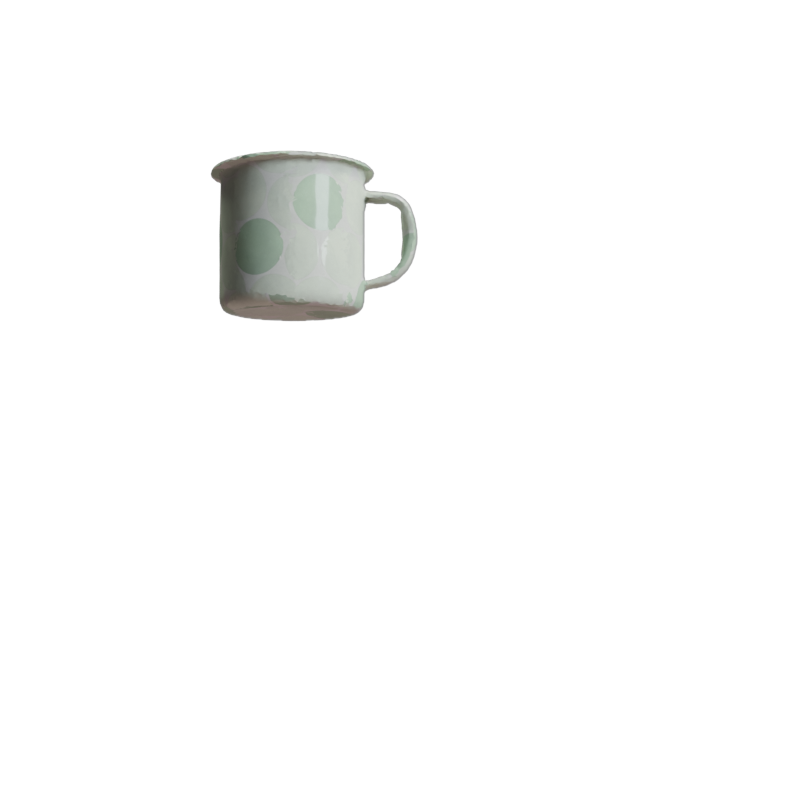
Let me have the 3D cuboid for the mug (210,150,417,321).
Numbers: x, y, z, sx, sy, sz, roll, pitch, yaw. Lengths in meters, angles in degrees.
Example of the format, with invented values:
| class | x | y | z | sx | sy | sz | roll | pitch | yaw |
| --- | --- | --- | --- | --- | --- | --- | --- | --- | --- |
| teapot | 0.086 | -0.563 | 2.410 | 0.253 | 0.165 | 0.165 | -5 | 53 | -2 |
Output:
| class | x | y | z | sx | sy | sz | roll | pitch | yaw |
| --- | --- | --- | --- | --- | --- | --- | --- | --- | --- |
| mug | -0.049 | -0.089 | 0.626 | 0.117 | 0.083 | 0.091 | 0 | -7 | 1 |
